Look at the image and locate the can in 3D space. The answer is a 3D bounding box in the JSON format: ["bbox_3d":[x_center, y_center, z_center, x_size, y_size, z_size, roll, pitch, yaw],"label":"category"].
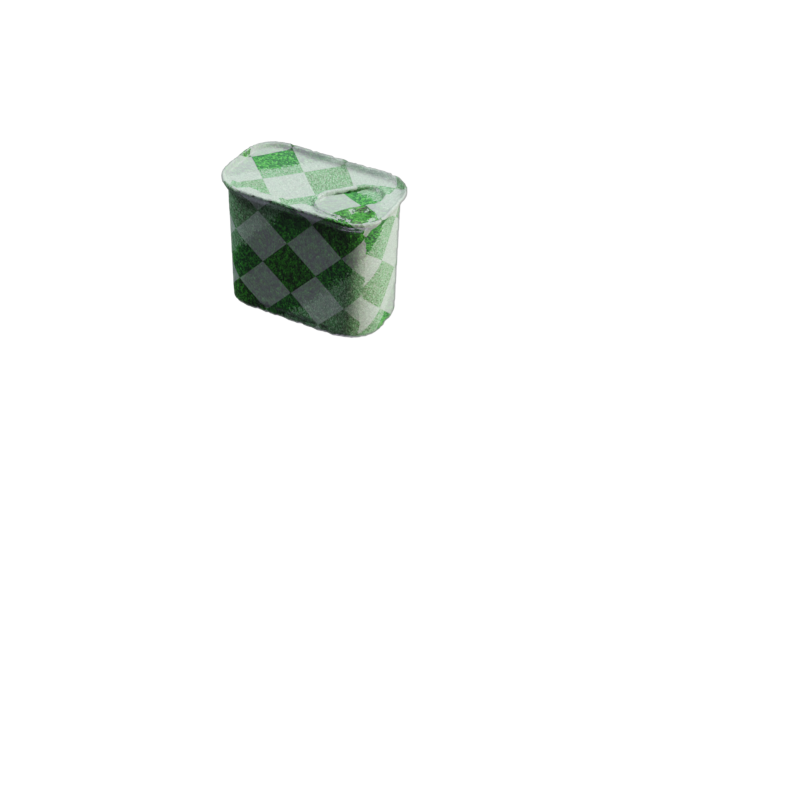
[{"bbox_3d":[-0.050,-0.091,0.635,0.106,0.078,0.059,20,42,21],"label":"can"}]
